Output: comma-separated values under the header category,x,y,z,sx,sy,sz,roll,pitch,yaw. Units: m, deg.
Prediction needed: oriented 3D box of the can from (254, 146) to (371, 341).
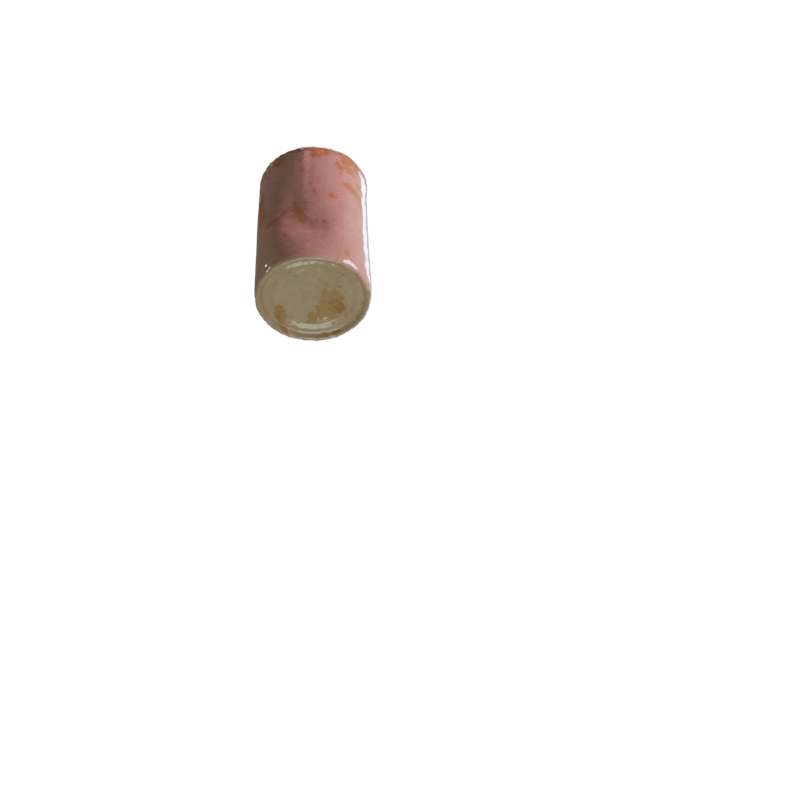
category,x,y,z,sx,sy,sz,roll,pitch,yaw
can,-0.052,-0.094,0.658,0.068,0.064,0.110,-1,44,-3
